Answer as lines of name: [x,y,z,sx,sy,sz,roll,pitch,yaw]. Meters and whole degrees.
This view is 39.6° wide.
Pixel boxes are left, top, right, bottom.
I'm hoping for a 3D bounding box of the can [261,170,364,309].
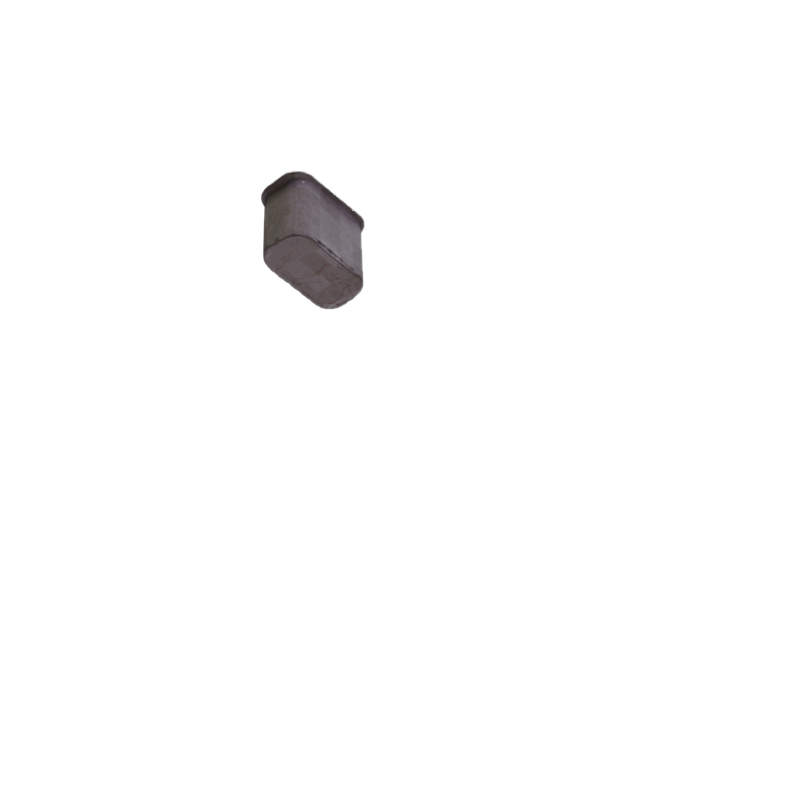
can: [-0.078,-0.142,0.995,0.057,0.090,0.095,-32,-51,28]
